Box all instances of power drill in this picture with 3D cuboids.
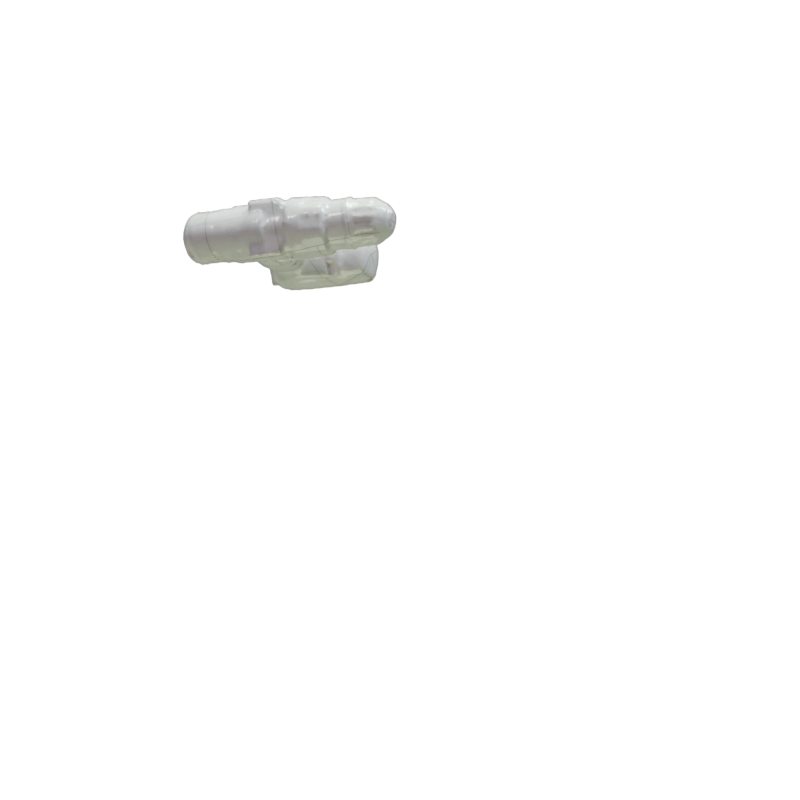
[{"bbox_3d":[-0.078,-0.142,0.992,0.188,0.059,0.180,-1,-4,16],"label":"power drill"}]
